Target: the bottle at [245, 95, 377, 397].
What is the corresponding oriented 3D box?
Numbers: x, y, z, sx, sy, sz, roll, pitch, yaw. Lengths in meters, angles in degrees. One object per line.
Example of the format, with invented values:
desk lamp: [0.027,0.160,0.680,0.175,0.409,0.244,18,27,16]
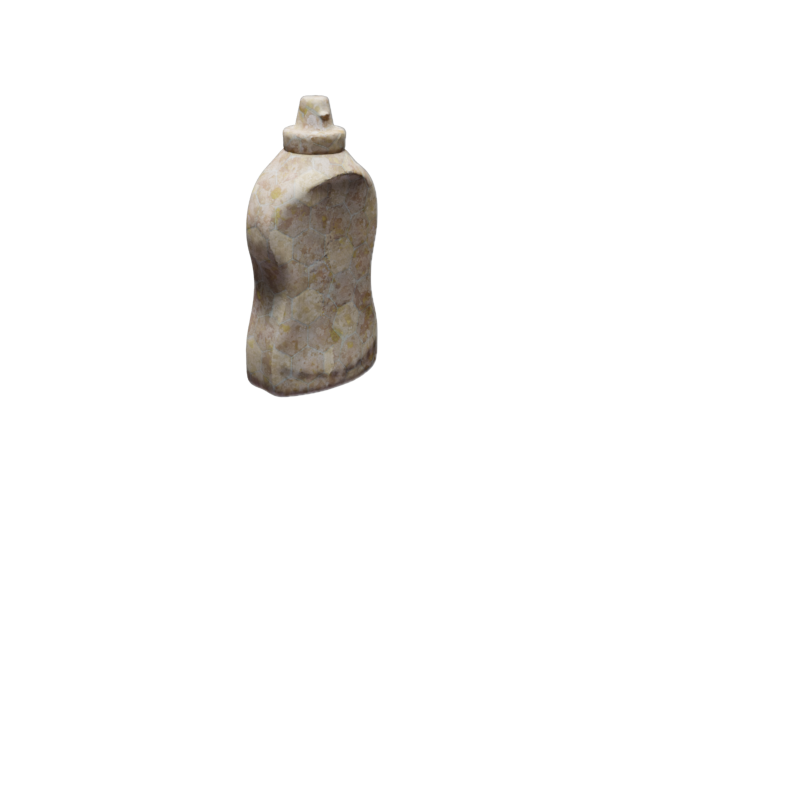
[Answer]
bottle: [-0.057,-0.104,0.730,0.094,0.184,0.062,-14,22,-39]
